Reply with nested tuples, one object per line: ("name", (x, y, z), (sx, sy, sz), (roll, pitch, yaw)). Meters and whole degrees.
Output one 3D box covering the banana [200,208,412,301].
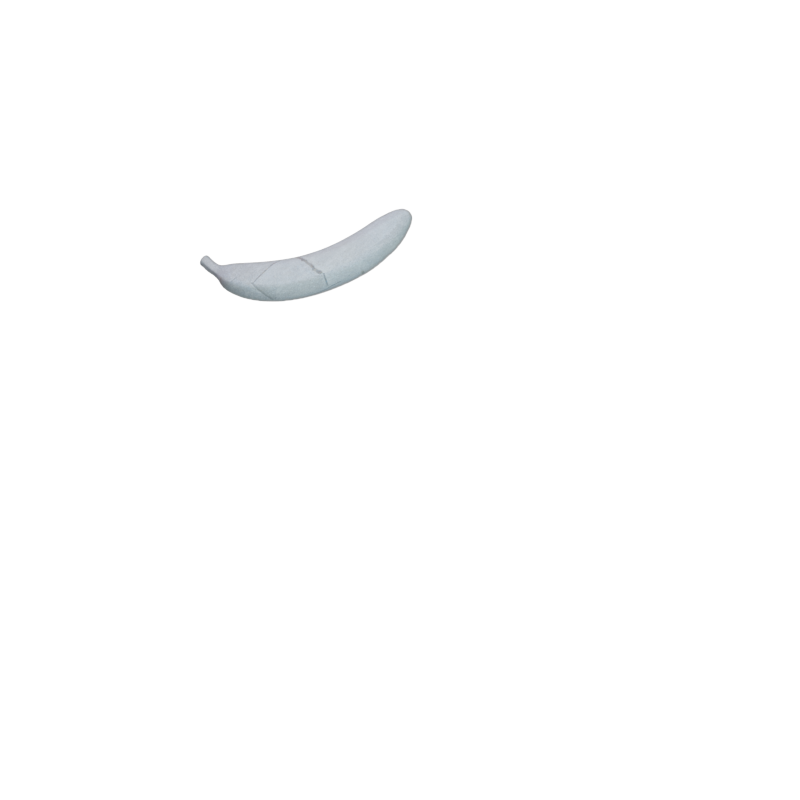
("banana", (-0.077, -0.125, 0.989), (0.196, 0.074, 0.034), (-13, -29, -8))
